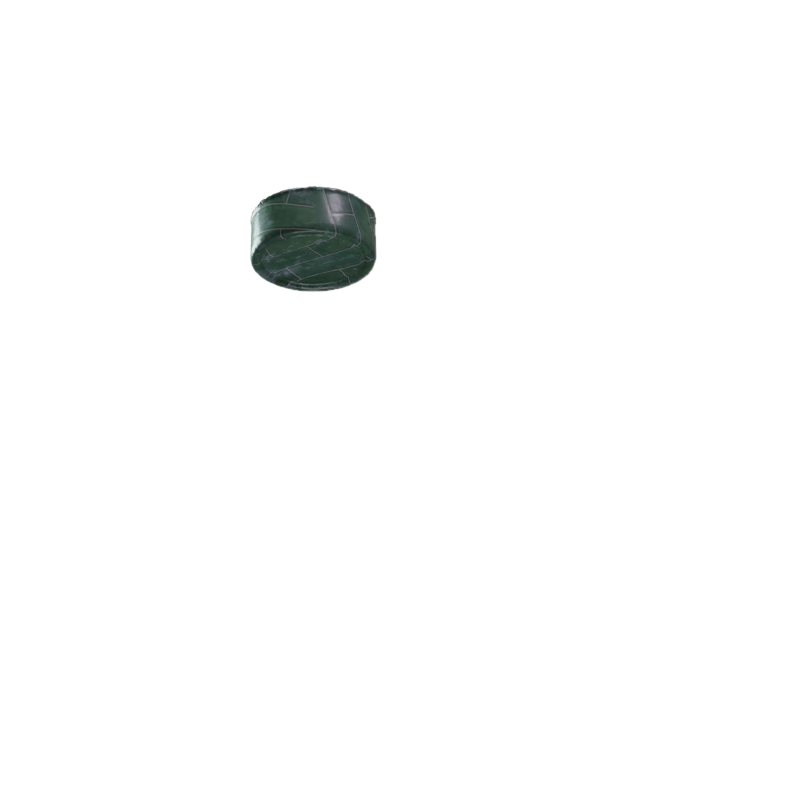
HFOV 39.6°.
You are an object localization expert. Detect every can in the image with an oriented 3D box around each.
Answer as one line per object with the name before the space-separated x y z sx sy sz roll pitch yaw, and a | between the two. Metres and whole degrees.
can | -0.058 -0.107 0.747 0.086 0.036 0.081 1 -25 -2
